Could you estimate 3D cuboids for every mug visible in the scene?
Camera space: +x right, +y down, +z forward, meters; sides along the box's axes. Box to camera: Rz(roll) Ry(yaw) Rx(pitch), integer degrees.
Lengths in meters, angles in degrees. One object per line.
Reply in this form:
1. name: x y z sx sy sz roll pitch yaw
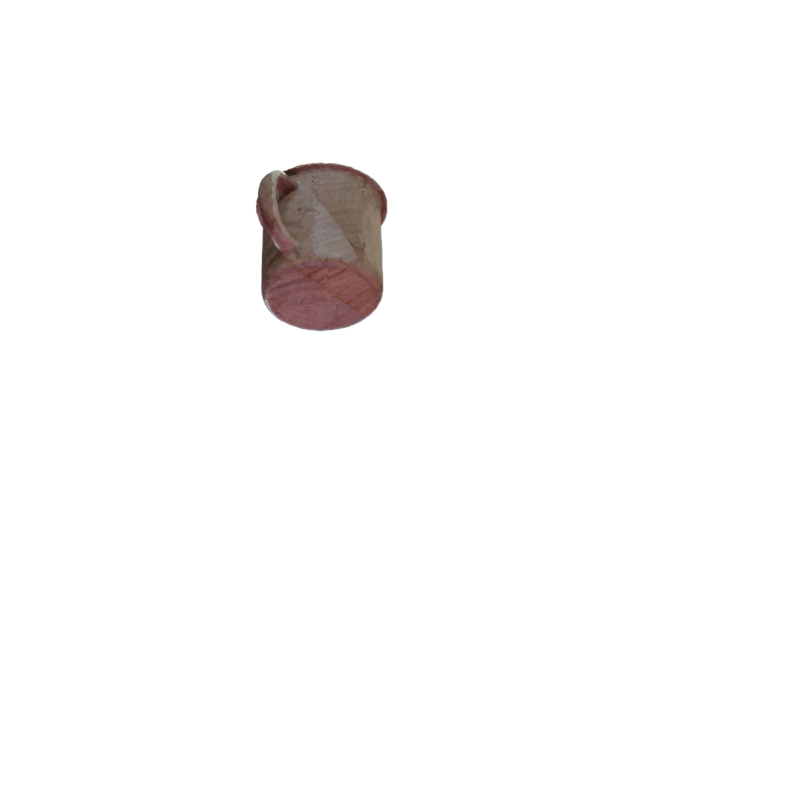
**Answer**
1. mug: -0.059 -0.107 0.748 0.094 0.087 0.108 -18 -39 21
